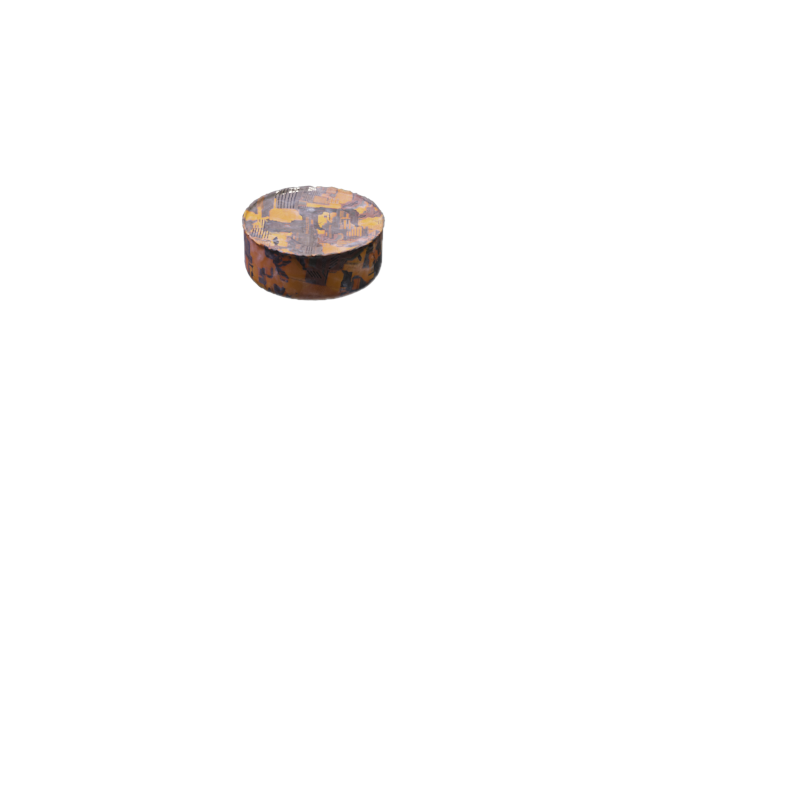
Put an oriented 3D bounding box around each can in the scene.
[{"bbox_3d":[-0.053,-0.096,0.673,0.086,0.031,0.092,-1,35,-2],"label":"can"}]
